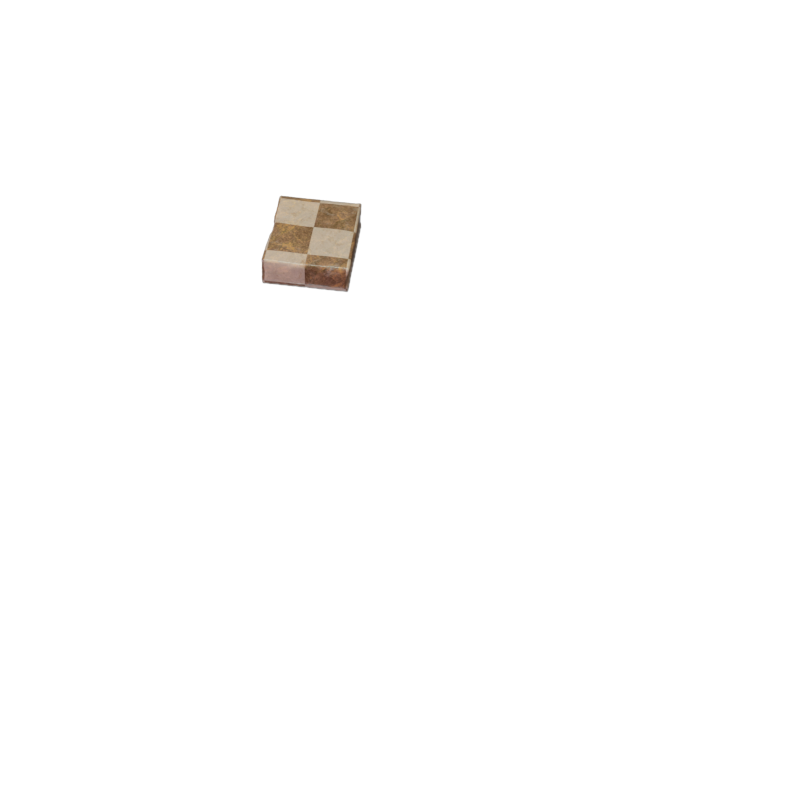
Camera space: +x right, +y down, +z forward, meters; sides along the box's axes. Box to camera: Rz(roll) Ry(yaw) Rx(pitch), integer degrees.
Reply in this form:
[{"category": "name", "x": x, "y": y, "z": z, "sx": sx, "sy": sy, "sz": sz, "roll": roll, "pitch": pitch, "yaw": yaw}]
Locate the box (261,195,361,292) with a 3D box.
[{"category": "box", "x": -0.074, "y": -0.134, "z": 0.940, "sx": 0.074, "sy": 0.095, "sz": 0.028, "roll": 6, "pitch": -44, "yaw": 5}]
